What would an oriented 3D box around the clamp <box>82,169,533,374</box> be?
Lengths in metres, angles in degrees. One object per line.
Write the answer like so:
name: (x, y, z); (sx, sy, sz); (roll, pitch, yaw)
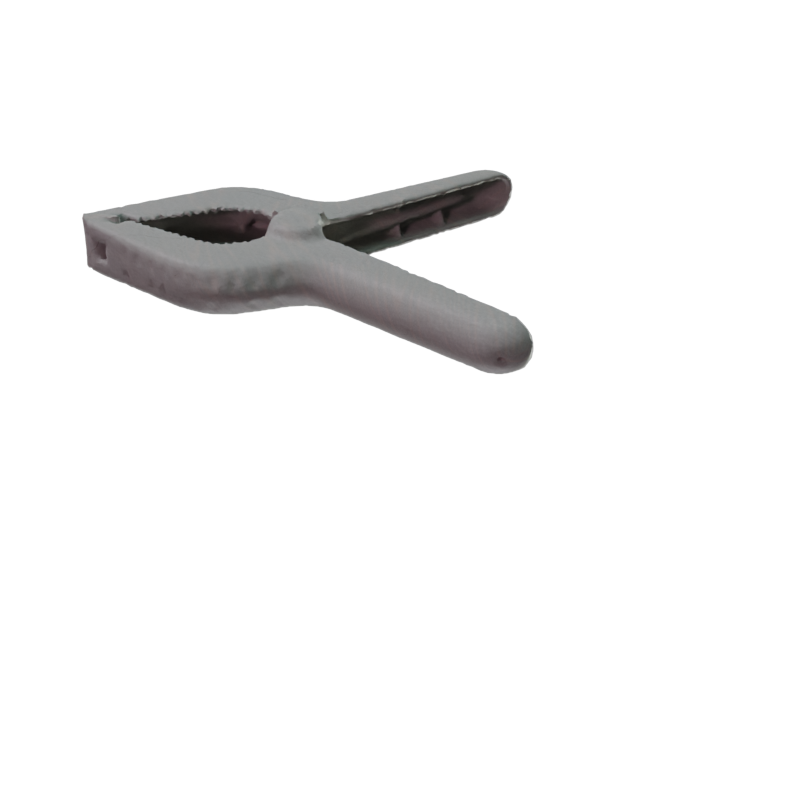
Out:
clamp: (-0.041, -0.074, 0.519); (0.213, 0.034, 0.172); (6, 32, 10)
